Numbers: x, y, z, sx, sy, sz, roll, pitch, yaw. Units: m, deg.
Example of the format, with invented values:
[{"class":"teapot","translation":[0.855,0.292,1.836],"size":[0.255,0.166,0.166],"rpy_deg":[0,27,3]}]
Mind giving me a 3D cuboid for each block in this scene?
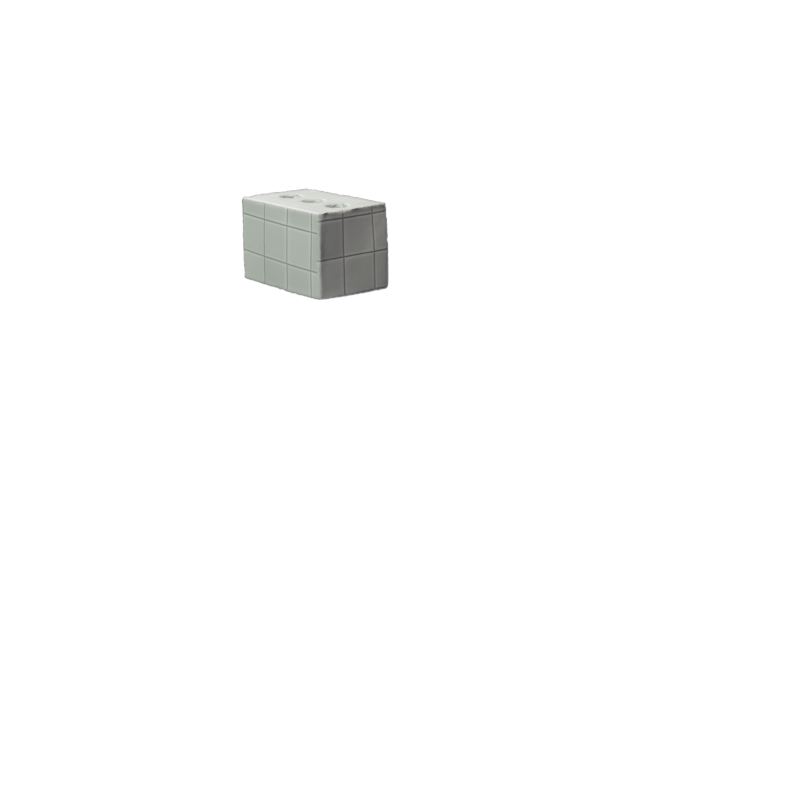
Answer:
[{"class":"block","translation":[-0.052,-0.094,0.659],"size":[0.051,0.050,0.082],"rpy_deg":[-13,21,-40]}]
